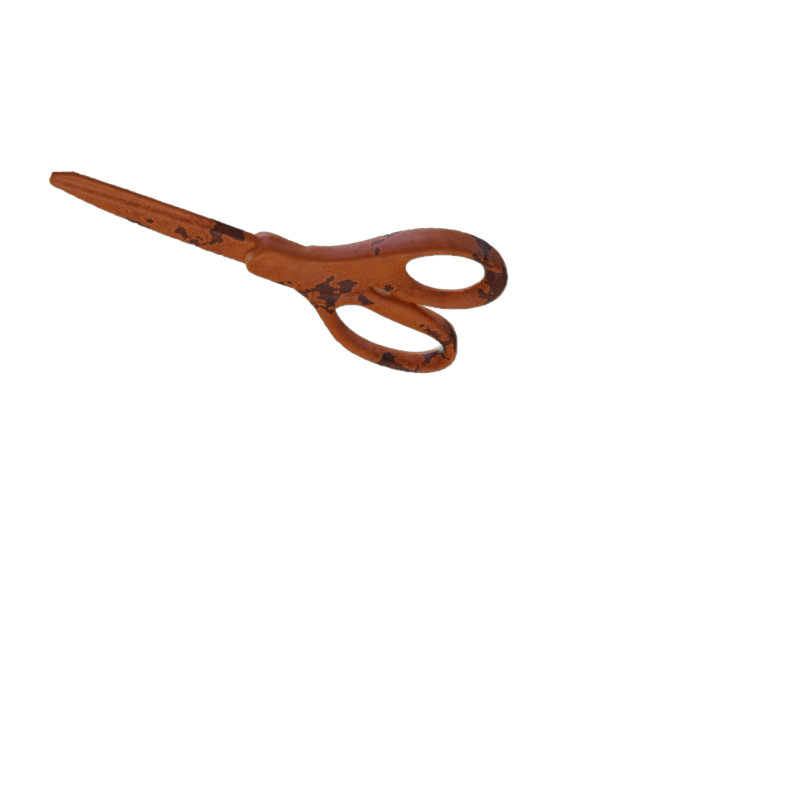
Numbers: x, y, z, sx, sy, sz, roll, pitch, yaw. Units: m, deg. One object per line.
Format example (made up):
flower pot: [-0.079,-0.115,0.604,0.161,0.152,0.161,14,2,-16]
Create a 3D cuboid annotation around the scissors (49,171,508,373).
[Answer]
scissors: [-0.036,-0.066,0.465,0.189,0.017,0.095,31,-48,-33]
